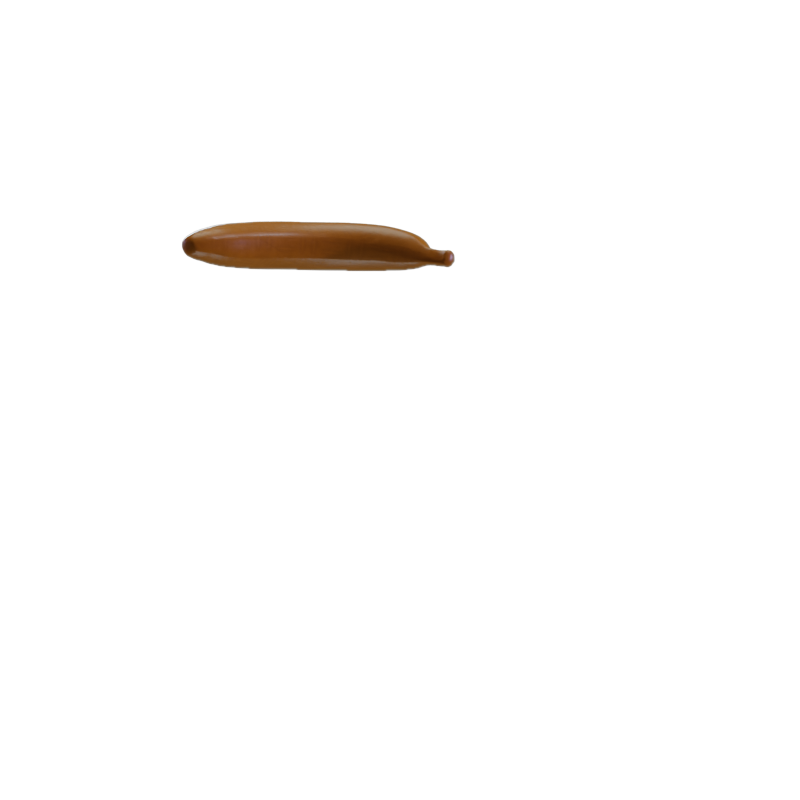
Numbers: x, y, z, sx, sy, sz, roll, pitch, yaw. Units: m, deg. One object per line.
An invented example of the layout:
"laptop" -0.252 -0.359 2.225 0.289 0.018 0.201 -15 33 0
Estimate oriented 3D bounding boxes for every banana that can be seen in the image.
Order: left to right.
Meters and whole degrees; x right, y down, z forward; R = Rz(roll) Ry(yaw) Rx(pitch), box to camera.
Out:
"banana" -0.063 -0.116 0.825 0.195 0.037 0.070 0 0 -9
